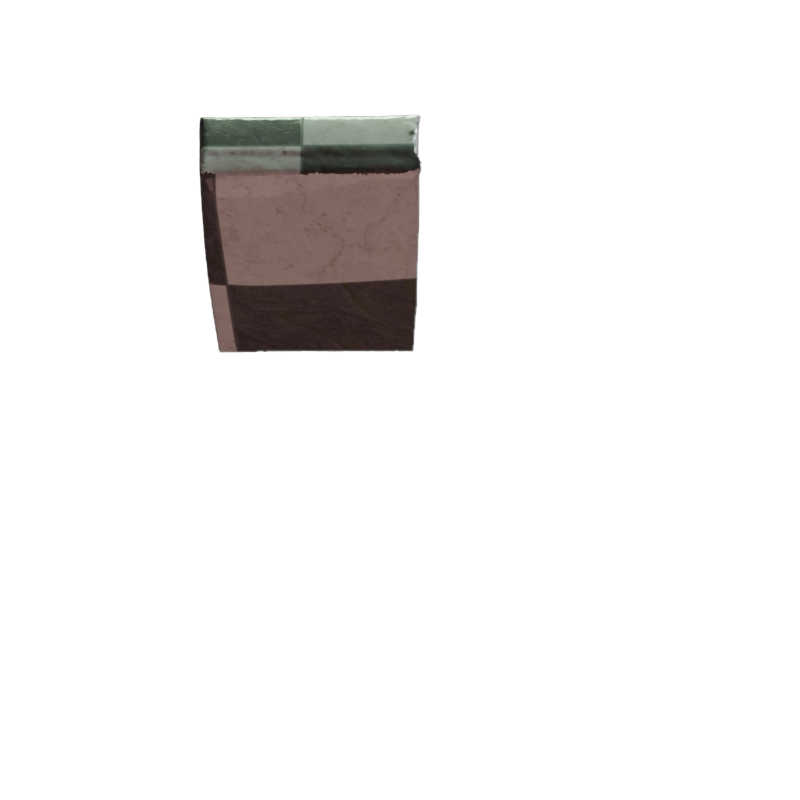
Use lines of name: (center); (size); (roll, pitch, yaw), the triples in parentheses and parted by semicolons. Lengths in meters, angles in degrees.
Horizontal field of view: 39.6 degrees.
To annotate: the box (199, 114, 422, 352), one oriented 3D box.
box: (-0.037, -0.067, 0.471); (0.090, 0.042, 0.106); (0, -39, -1)
